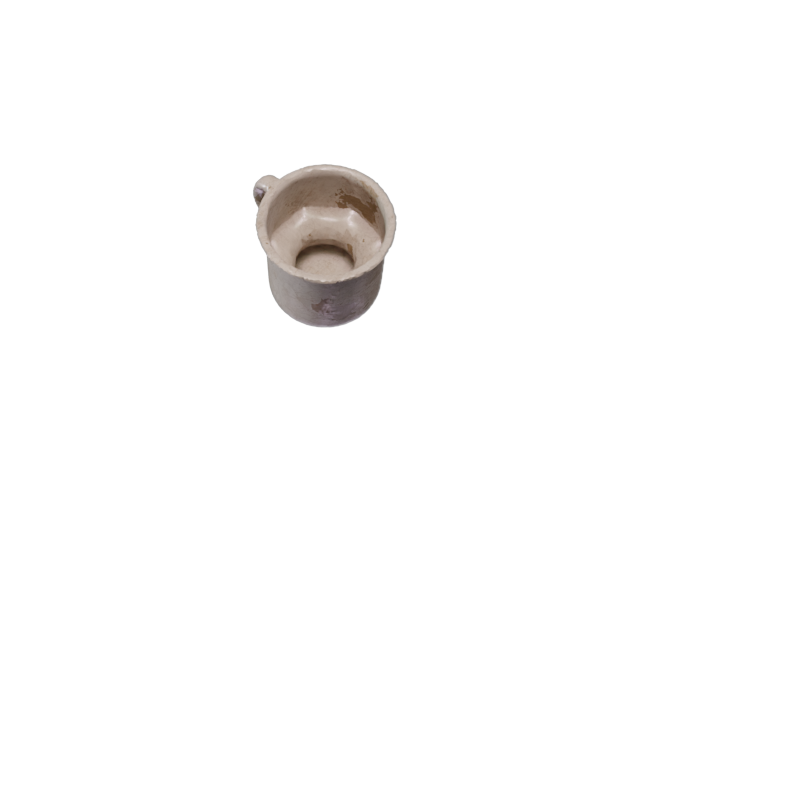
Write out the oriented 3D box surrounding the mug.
[{"bbox_3d":[-0.060,-0.110,0.771,0.123,0.094,0.077,40,-22,18],"label":"mug"}]
